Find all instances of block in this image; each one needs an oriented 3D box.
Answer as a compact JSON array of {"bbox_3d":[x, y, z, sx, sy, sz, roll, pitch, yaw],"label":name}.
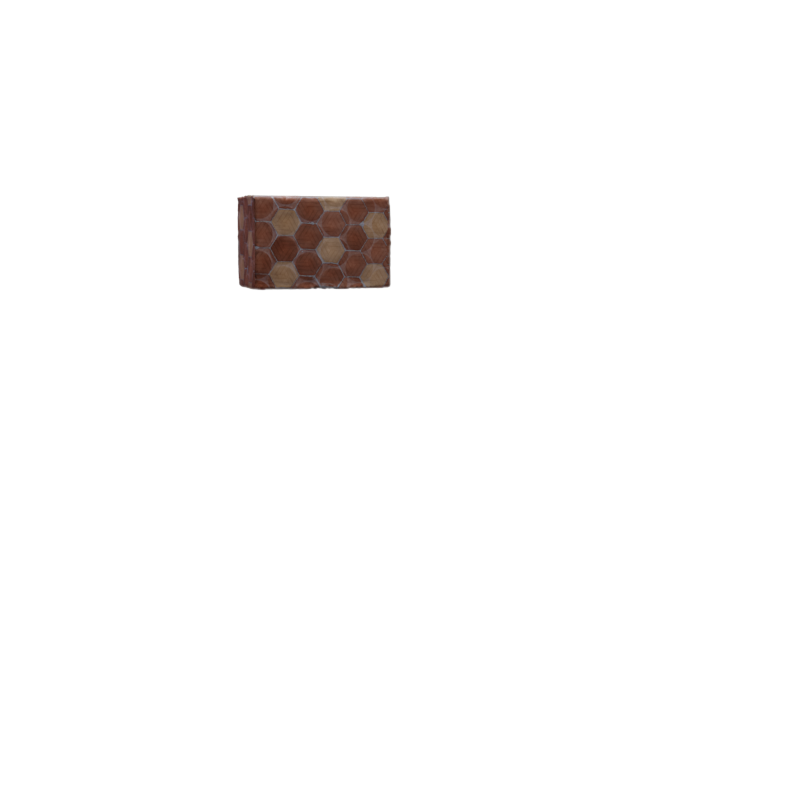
[{"bbox_3d":[-0.048,-0.088,0.617,0.076,0.051,0.054,-2,5,-15],"label":"block"}]
